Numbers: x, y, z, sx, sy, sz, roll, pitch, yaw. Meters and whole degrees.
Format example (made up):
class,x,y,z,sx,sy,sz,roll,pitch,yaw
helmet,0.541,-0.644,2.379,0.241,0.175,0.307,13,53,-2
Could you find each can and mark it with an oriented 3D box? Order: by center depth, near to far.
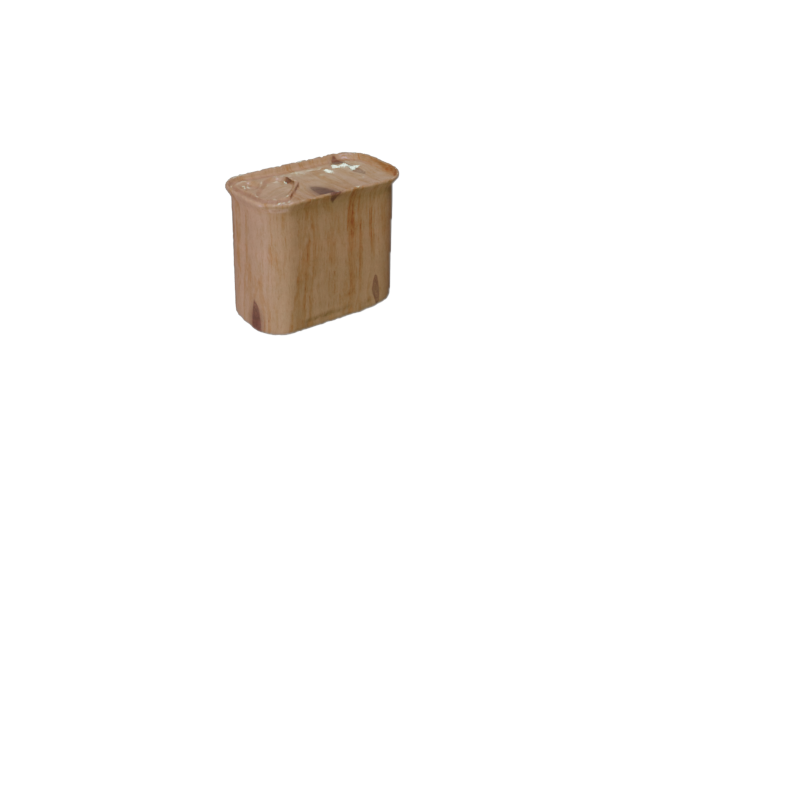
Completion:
class,x,y,z,sx,sy,sz,roll,pitch,yaw
can,-0.052,-0.095,0.663,0.100,0.079,0.062,-19,33,-32
